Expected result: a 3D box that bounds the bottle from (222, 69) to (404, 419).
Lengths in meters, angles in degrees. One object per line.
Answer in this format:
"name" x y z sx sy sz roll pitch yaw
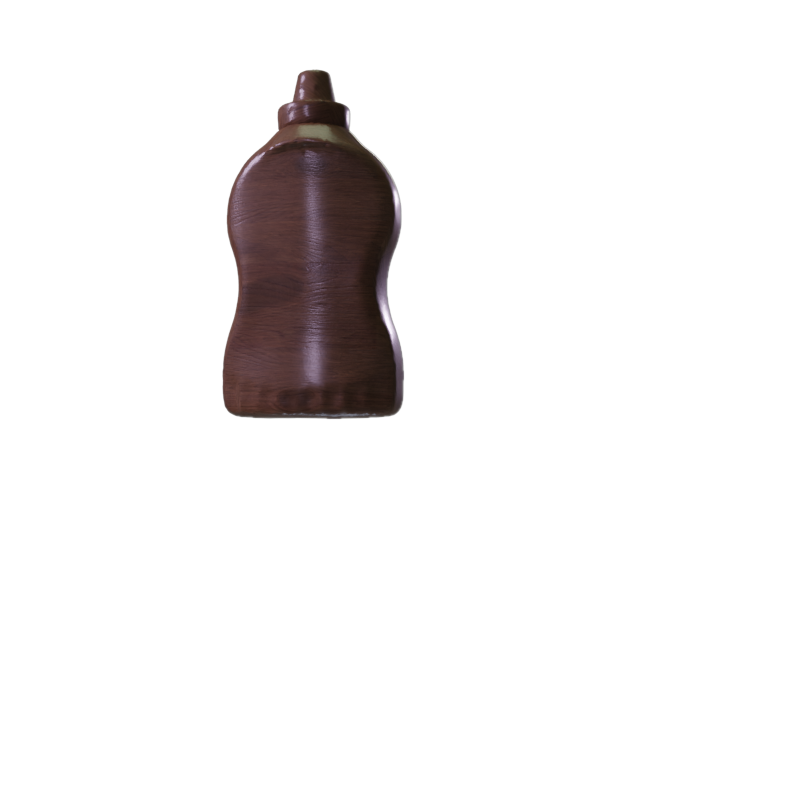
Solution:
"bottle" -0.048 -0.087 0.611 0.098 0.195 0.056 -2 -7 15
